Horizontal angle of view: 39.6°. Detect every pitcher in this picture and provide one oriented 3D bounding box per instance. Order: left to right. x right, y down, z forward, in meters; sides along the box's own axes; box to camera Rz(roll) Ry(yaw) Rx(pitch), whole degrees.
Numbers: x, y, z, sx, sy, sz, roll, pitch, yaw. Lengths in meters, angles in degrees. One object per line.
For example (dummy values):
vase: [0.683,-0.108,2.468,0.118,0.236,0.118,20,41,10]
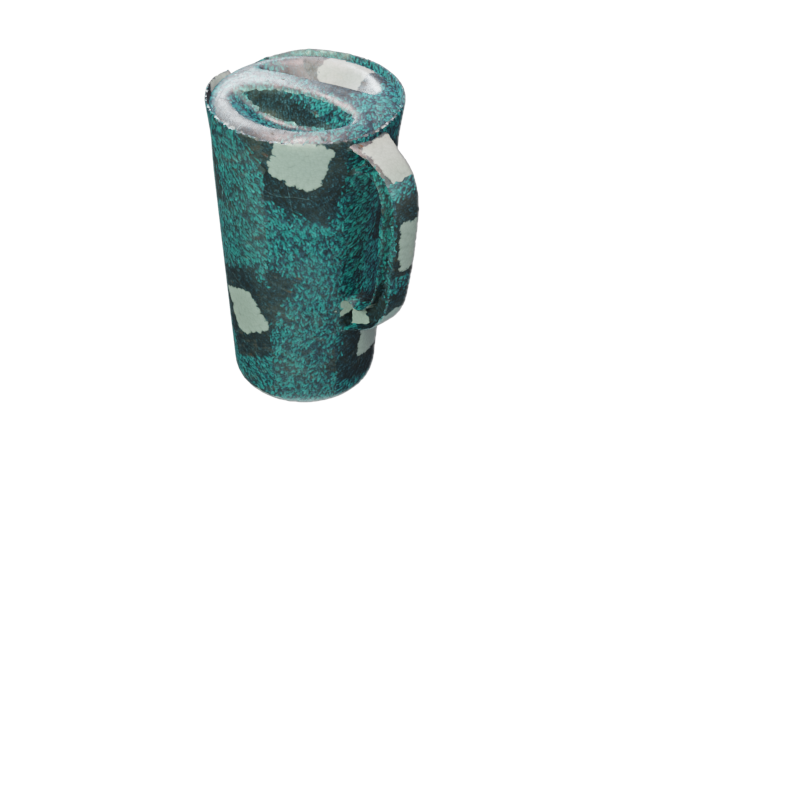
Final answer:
pitcher: [-0.062,-0.113,0.790,0.146,0.227,0.159,4,39,2]
